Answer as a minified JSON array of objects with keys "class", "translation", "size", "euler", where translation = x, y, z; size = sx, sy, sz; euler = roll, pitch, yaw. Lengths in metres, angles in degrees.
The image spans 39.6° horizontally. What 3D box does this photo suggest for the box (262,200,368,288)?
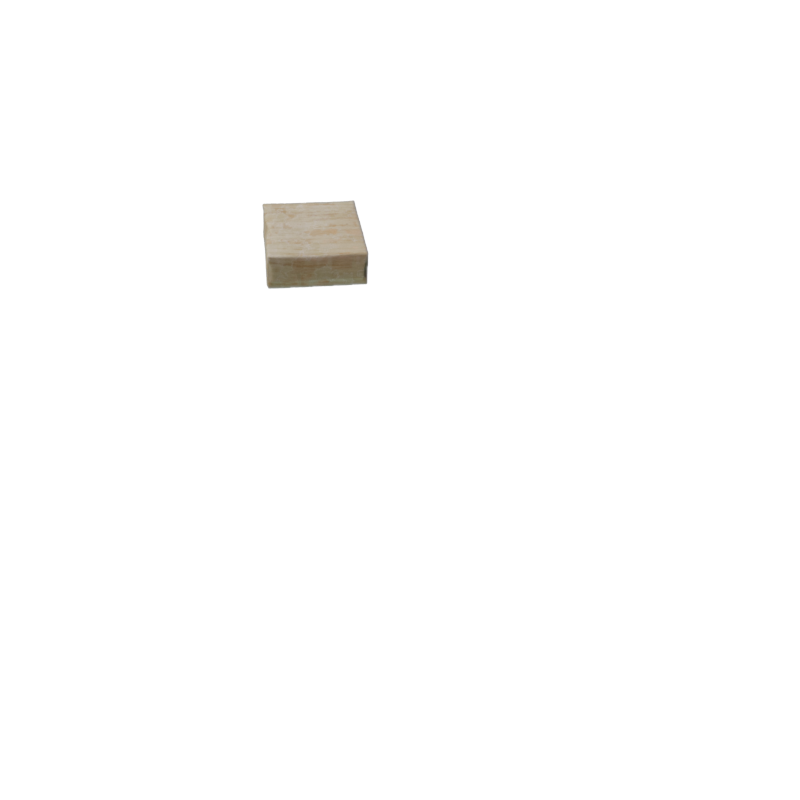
[{"class":"box","translation":[-0.065,-0.119,0.830],"size":[0.073,0.028,0.096],"euler":[-3,34,-5]}]
